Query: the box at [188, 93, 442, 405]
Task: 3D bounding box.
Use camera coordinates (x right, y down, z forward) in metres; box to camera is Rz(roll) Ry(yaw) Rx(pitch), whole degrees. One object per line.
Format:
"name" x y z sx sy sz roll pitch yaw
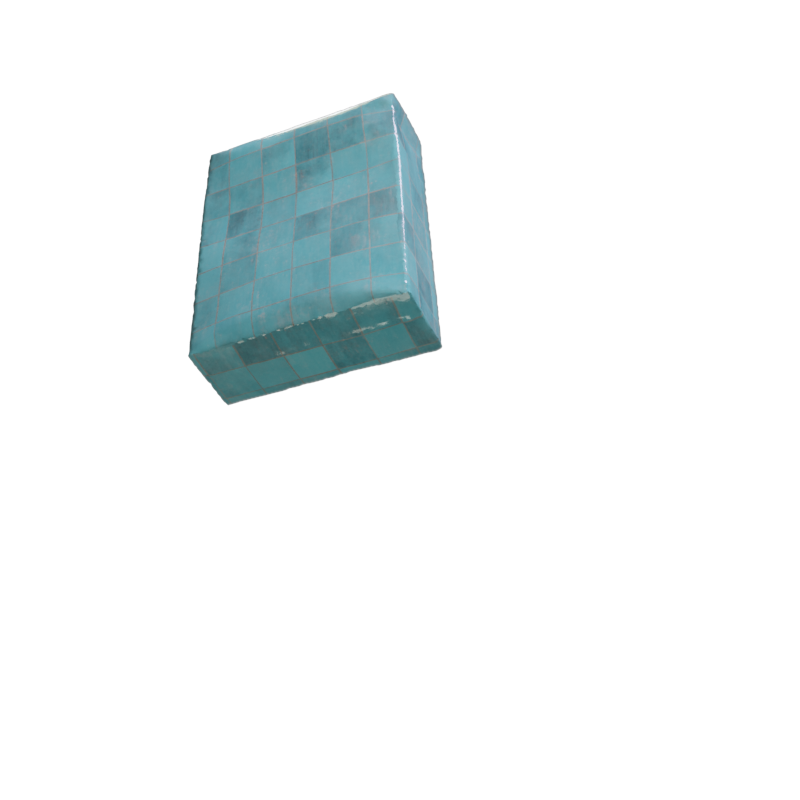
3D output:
"box" -0.064 -0.117 0.819 0.165 0.230 0.066 -16 -42 15
